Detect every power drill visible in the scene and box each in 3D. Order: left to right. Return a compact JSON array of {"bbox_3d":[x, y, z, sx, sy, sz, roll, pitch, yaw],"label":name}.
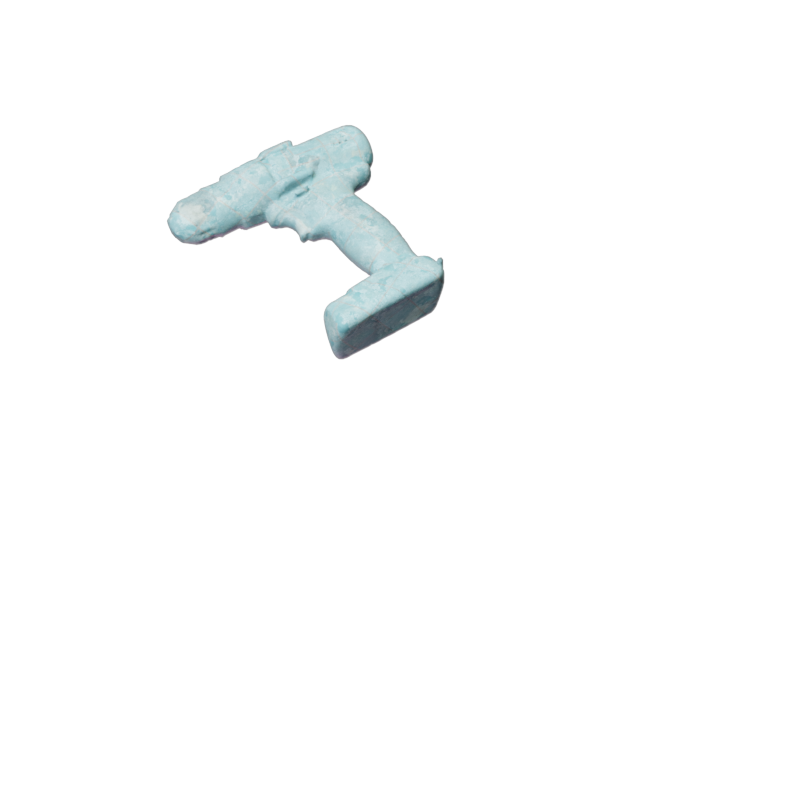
[{"bbox_3d":[-0.069,-0.126,0.882,0.184,0.200,0.054,-28,-28,-17],"label":"power drill"}]
